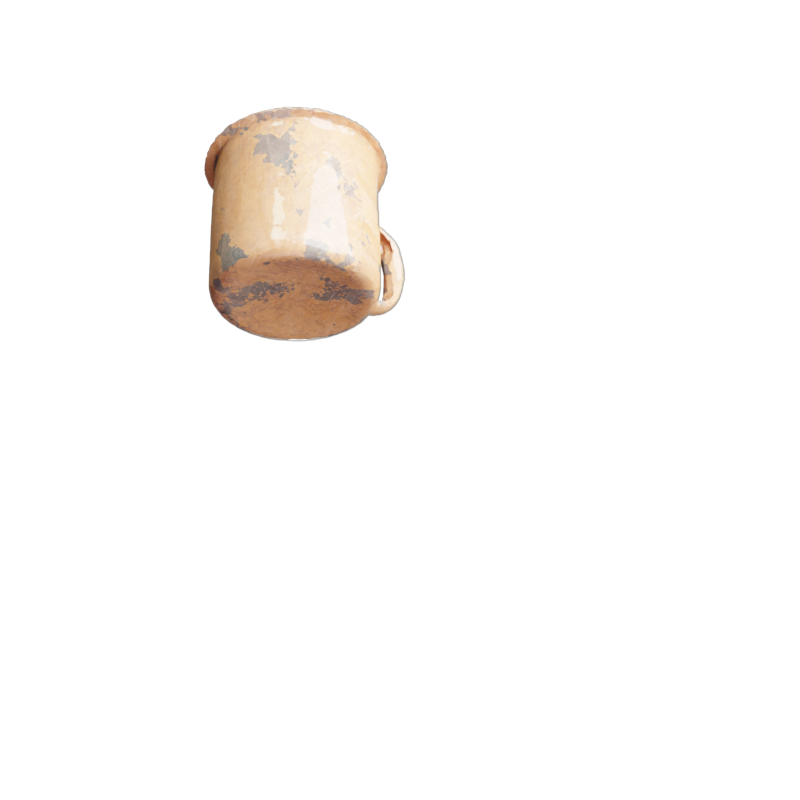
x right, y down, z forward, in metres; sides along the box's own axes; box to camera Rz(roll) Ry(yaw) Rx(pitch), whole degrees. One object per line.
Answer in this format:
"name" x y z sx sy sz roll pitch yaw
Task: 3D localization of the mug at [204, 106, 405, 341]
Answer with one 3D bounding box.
"mug" -0.043 -0.078 0.548 0.110 0.087 0.093 27 -42 -37
